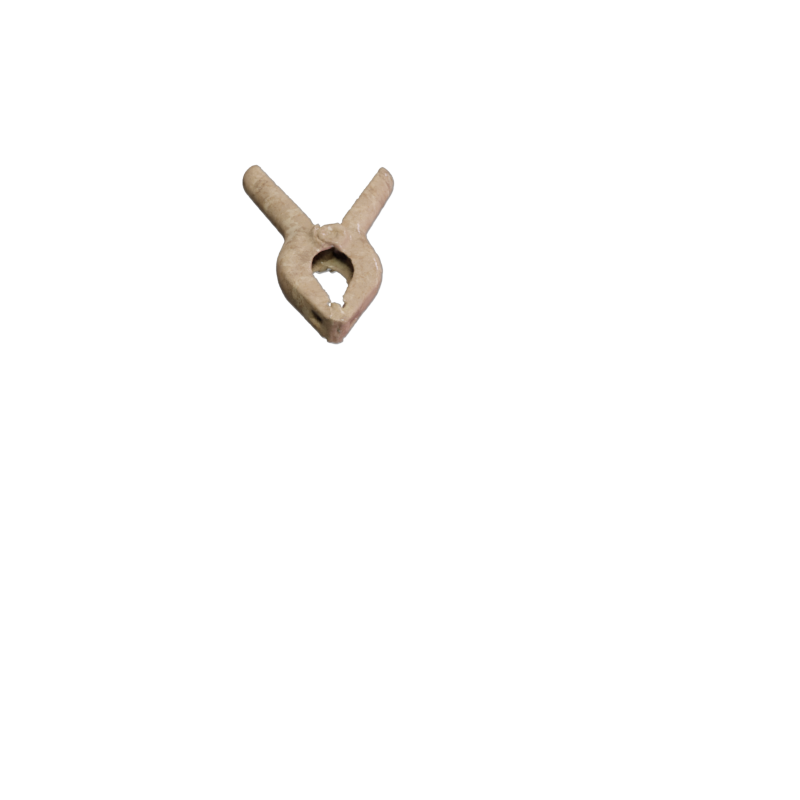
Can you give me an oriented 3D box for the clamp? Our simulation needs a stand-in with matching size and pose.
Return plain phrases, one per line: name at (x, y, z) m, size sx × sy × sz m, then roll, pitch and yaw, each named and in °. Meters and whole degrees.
clamp at (-0.066, -0.120, 0.840) m, size 0.120 × 0.184 × 0.036 m, roll 1°, pitch -42°, yaw 1°
